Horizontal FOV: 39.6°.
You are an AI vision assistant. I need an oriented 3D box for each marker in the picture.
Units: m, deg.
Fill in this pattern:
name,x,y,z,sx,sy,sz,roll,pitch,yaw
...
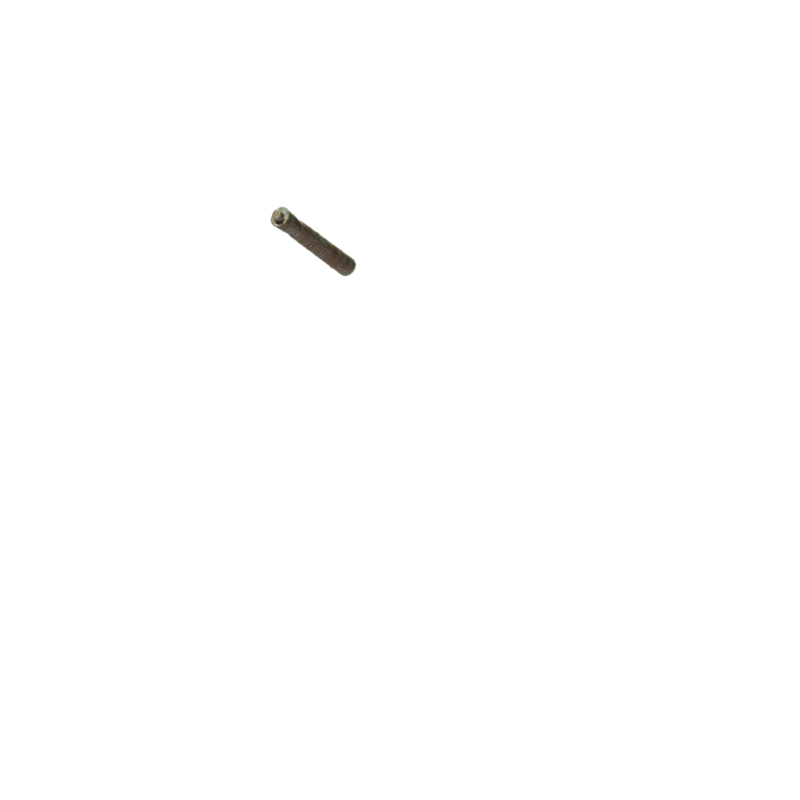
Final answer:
name,x,y,z,sx,sy,sz,roll,pitch,yaw
marker,-0.077,-0.141,0.989,0.020,0.020,0.113,3,-17,33
